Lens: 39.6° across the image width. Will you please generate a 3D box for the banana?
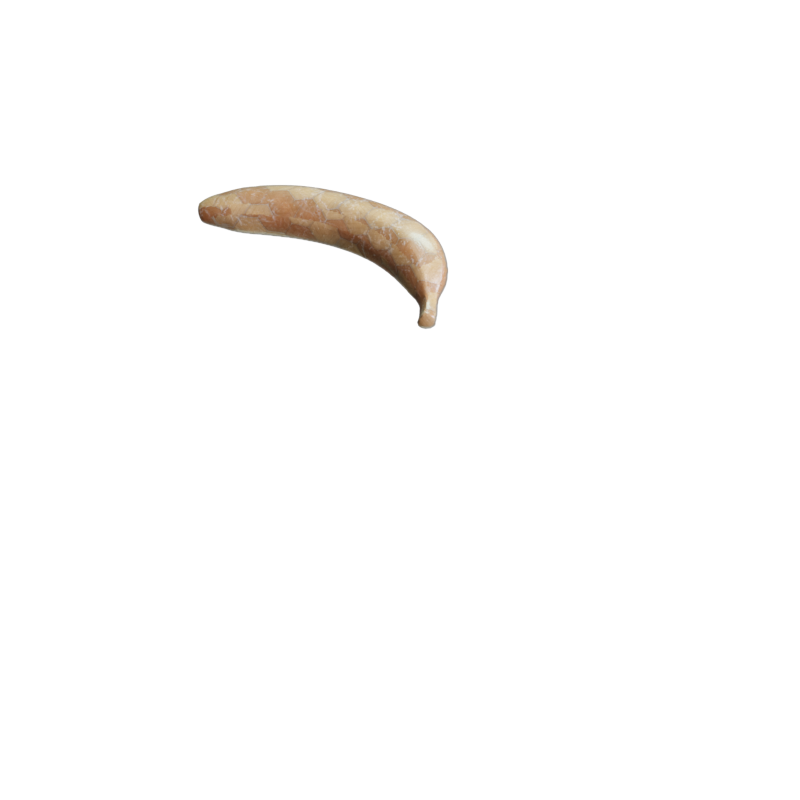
[{"bbox_3d":[-0.042,-0.109,0.723,0.210,0.034,0.070,26,43,31],"label":"banana"}]
